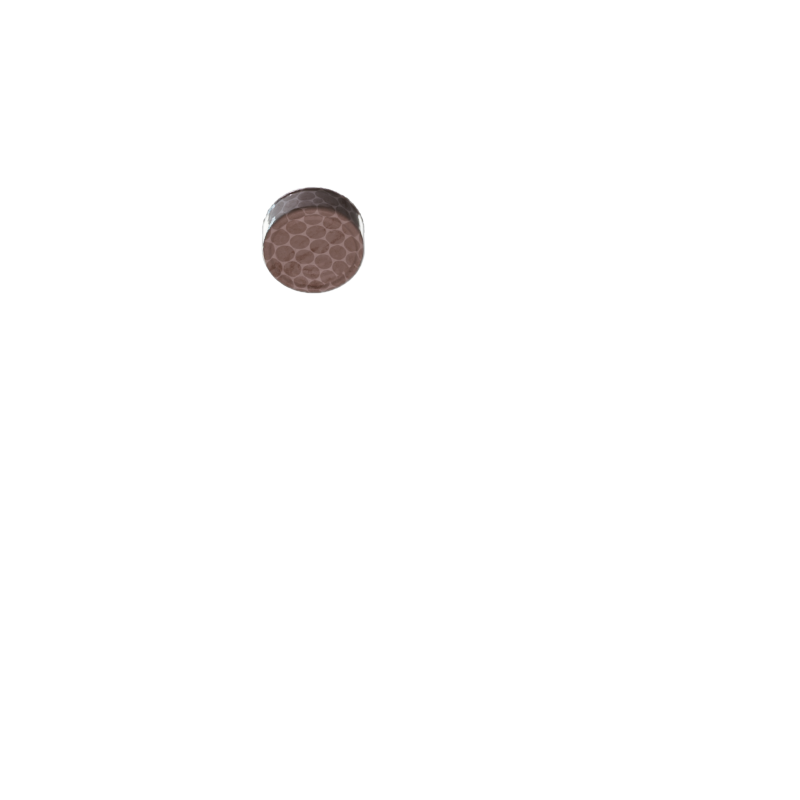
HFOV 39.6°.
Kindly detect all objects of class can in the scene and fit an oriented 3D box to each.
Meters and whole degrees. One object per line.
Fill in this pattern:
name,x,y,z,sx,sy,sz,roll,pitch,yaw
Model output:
can,-0.072,-0.131,0.915,0.086,0.080,0.036,1,36,-1
